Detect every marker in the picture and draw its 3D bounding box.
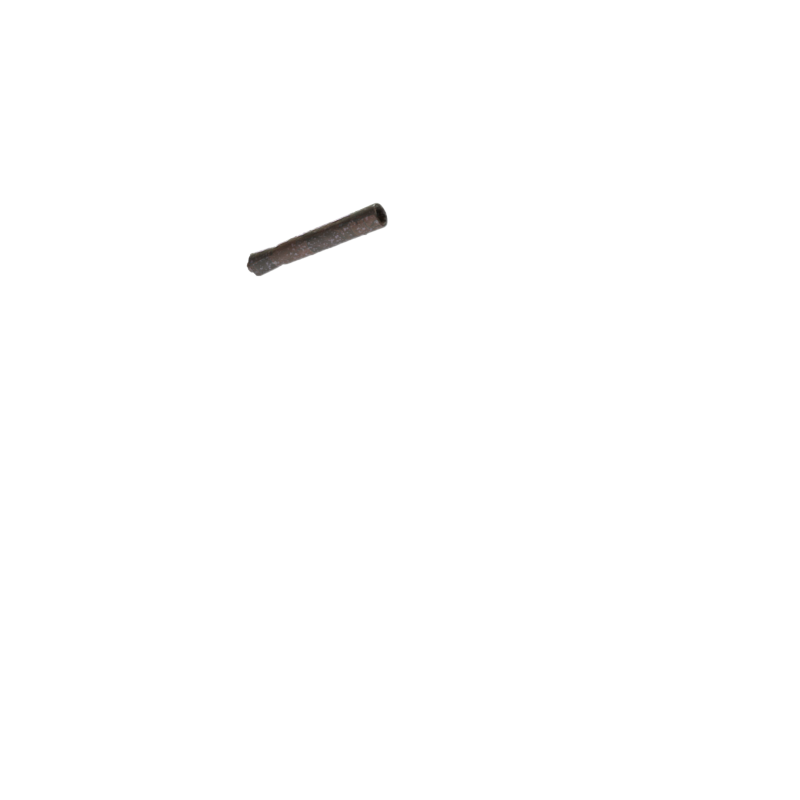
[{"bbox_3d":[-0.065,-0.118,0.824,0.122,0.020,0.019,-17,-5,30],"label":"marker"}]
